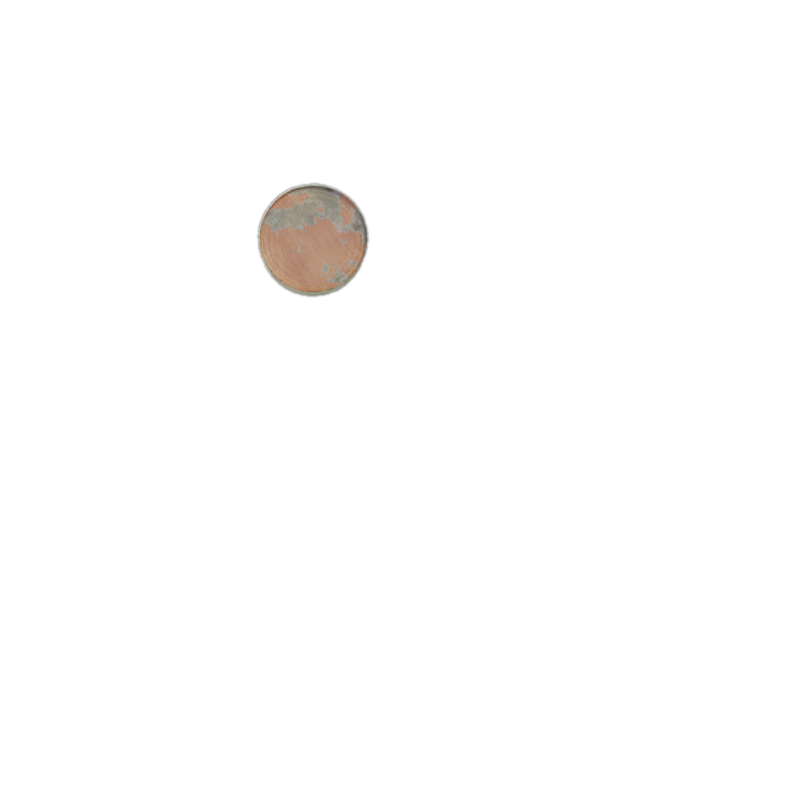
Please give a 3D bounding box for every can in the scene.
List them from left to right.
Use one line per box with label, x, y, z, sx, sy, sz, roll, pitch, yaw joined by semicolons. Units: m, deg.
can;-0.069;-0.126;0.883;0.086;0.088;0.033;0;-10;-1
